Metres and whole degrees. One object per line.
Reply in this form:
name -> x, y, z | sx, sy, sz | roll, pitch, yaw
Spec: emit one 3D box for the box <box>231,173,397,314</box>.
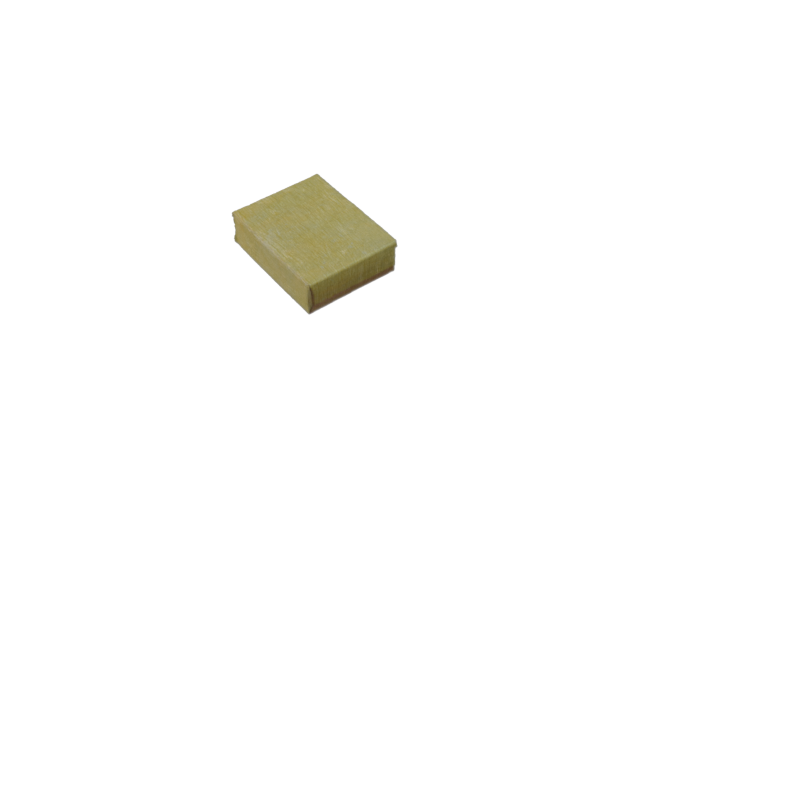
box -> -0.072, -0.131, 0.916 | 0.090, 0.036, 0.122 | -28, 51, -27
